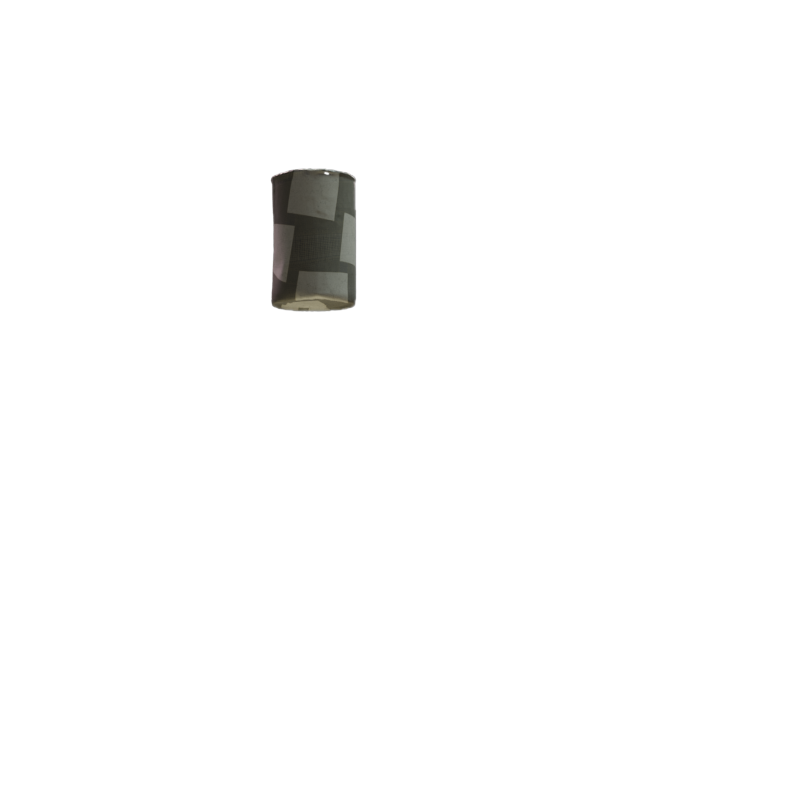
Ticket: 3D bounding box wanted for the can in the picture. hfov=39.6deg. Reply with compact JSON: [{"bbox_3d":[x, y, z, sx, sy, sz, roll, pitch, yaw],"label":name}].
[{"bbox_3d":[-0.068,-0.124,0.871,0.068,0.105,0.067,0,-9,-2],"label":"can"}]
